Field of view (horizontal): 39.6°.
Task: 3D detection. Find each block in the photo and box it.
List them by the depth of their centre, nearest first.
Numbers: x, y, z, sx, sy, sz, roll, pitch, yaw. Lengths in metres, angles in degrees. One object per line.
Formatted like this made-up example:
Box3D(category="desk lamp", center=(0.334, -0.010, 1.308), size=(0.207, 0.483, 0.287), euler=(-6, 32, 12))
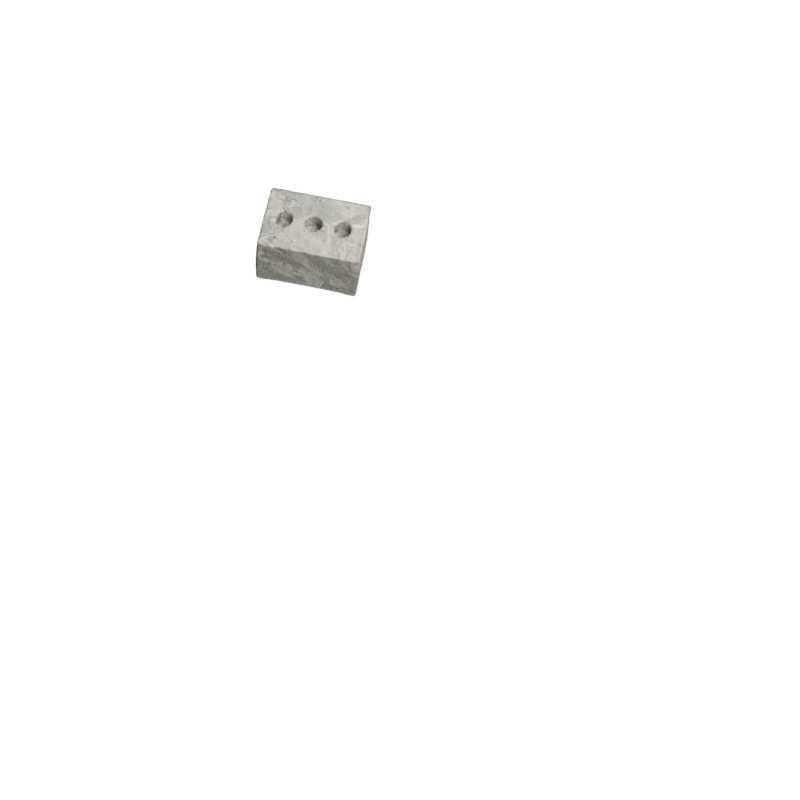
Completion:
Box3D(category="block", center=(-0.065, -0.118, 0.826), size=(0.079, 0.055, 0.048), euler=(10, -27, 4))
